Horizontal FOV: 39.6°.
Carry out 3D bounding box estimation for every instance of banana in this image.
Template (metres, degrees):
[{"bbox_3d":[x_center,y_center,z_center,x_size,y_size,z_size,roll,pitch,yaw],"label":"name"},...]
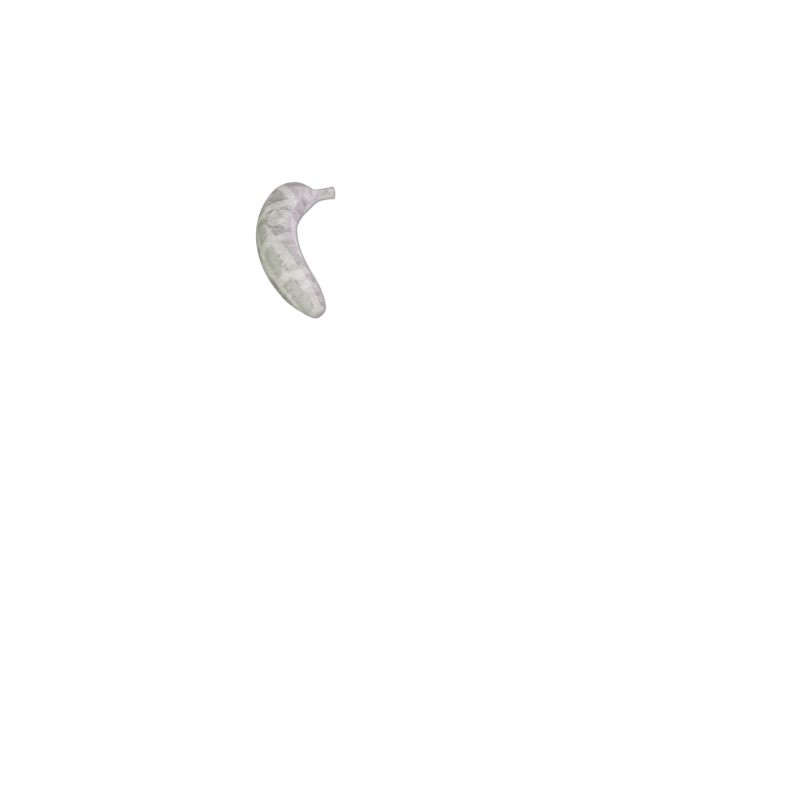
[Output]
[{"bbox_3d":[-0.096,-0.146,0.999,0.070,0.034,0.211,1,41,0],"label":"banana"}]
